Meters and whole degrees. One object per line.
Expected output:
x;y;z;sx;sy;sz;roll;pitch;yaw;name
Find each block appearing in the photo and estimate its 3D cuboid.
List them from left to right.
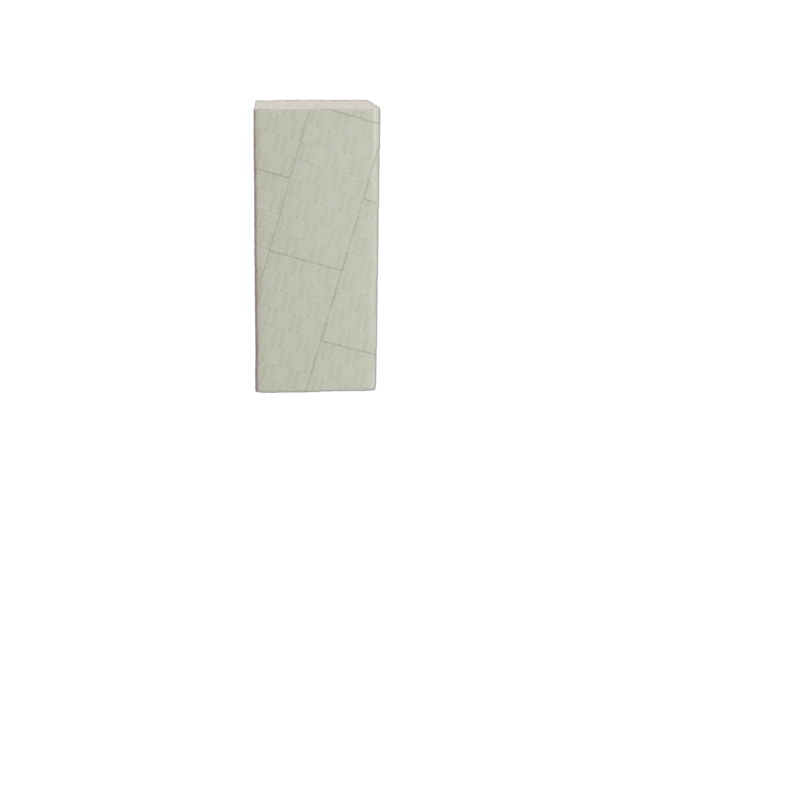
-0.064;-0.118;0.828;0.090;0.201;0.094;0;12;-5;block
